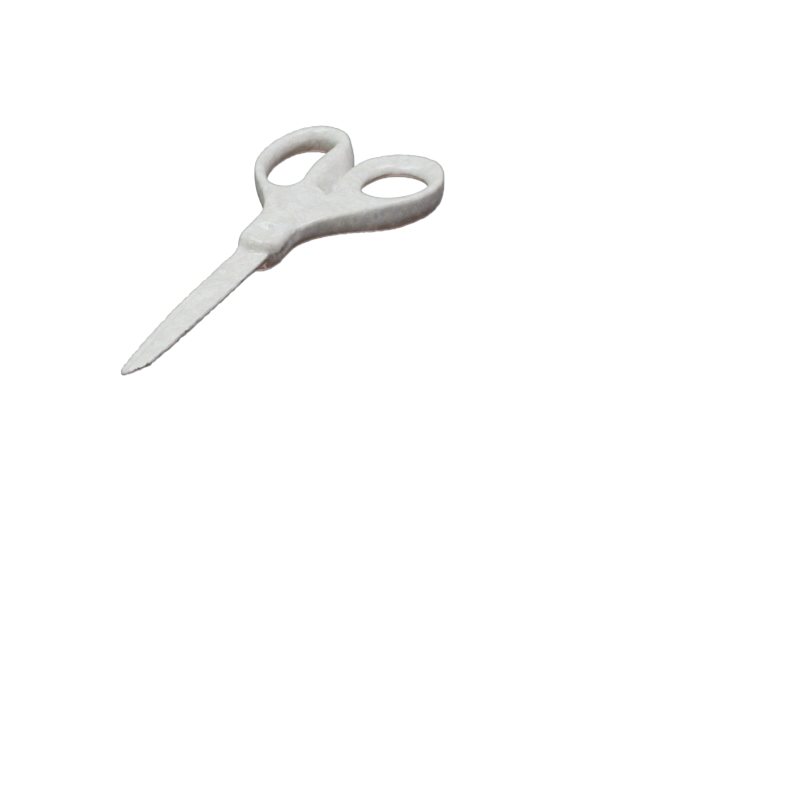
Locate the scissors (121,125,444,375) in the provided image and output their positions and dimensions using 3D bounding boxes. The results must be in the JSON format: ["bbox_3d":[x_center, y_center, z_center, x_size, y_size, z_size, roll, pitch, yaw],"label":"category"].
[{"bbox_3d":[-0.036,-0.065,0.456,0.097,0.015,0.213,5,36,6],"label":"scissors"}]
